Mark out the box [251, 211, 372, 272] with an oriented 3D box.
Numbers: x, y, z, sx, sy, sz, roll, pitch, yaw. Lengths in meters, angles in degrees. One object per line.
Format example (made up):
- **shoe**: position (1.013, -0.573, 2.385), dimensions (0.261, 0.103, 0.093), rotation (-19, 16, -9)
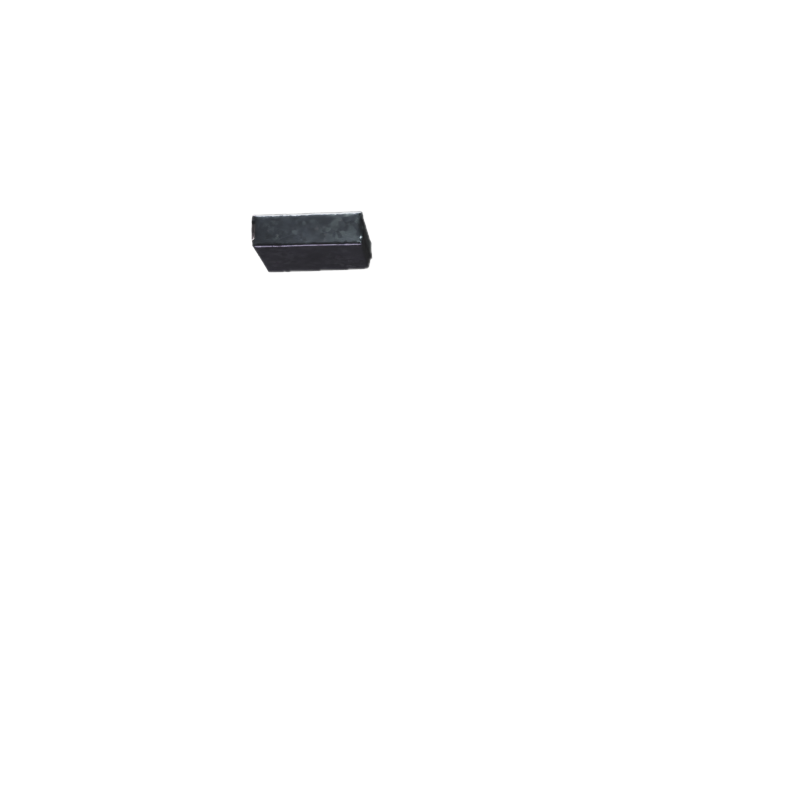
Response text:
- **box**: position (-0.070, -0.128, 0.895), dimensions (0.090, 0.031, 0.070), rotation (-1, -11, 6)
